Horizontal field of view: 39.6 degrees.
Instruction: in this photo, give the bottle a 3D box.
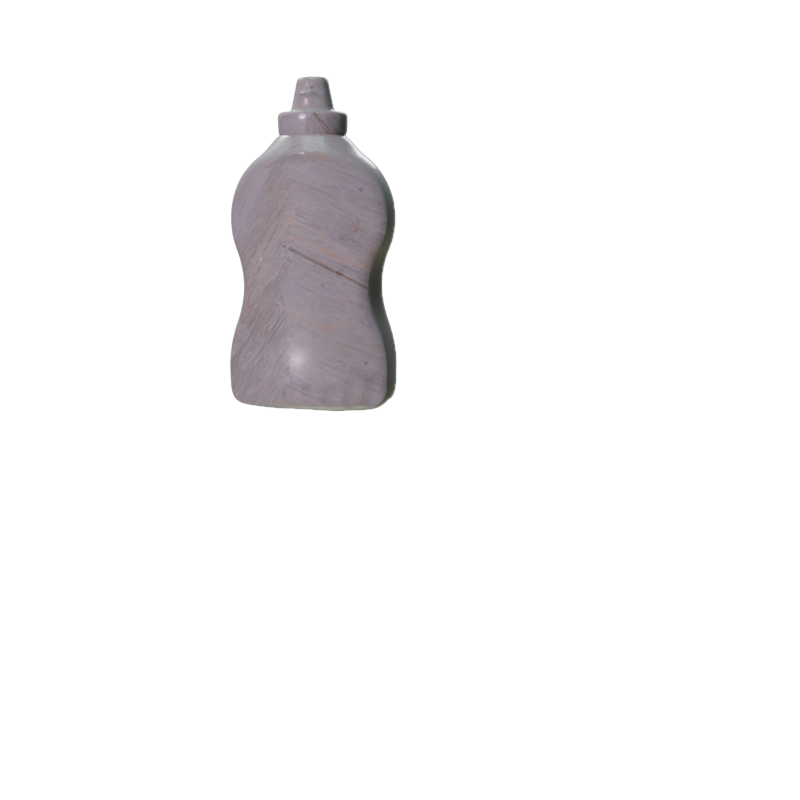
[{"bbox_3d":[-0.051,-0.093,0.652,0.098,0.191,0.057,1,3,15],"label":"bottle"}]
